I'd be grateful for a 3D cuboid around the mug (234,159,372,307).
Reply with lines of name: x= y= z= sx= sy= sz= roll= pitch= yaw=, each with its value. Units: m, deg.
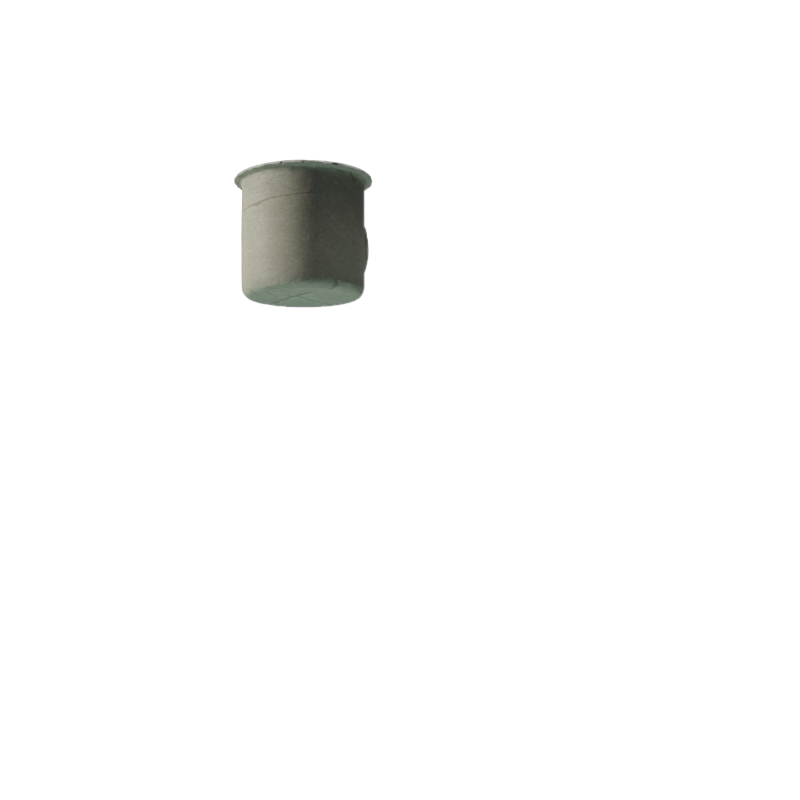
mug: x=-0.059 y=-0.107 z=0.749 sx=0.096 sy=0.084 sz=0.111 roll=-6 pitch=-10 yaw=31
